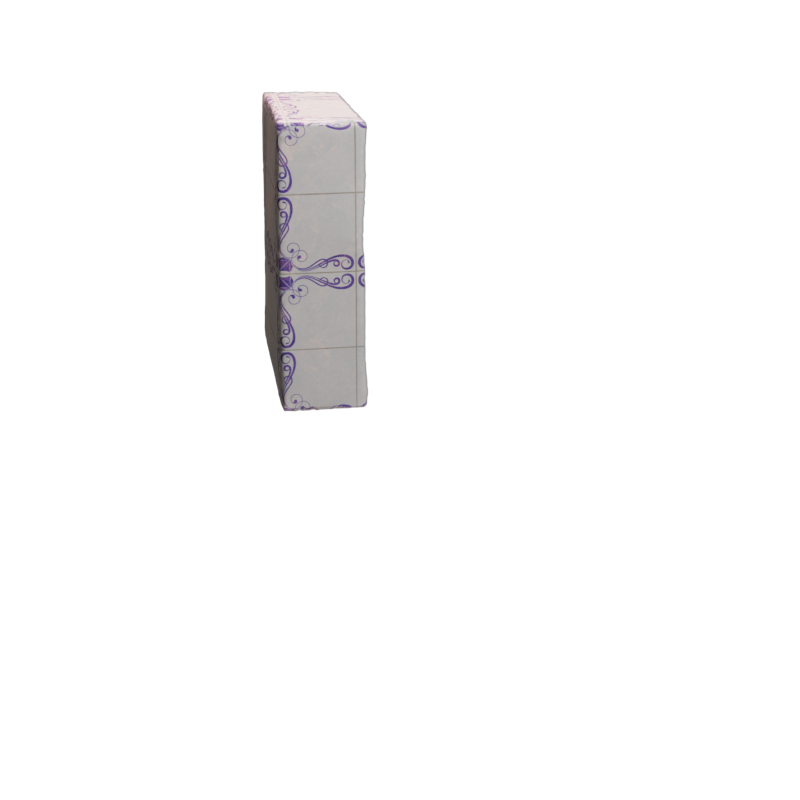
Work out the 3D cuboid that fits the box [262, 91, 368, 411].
[{"bbox_3d":[-0.067,-0.122,0.855,0.071,0.206,0.172,-2,18,-10],"label":"box"}]
